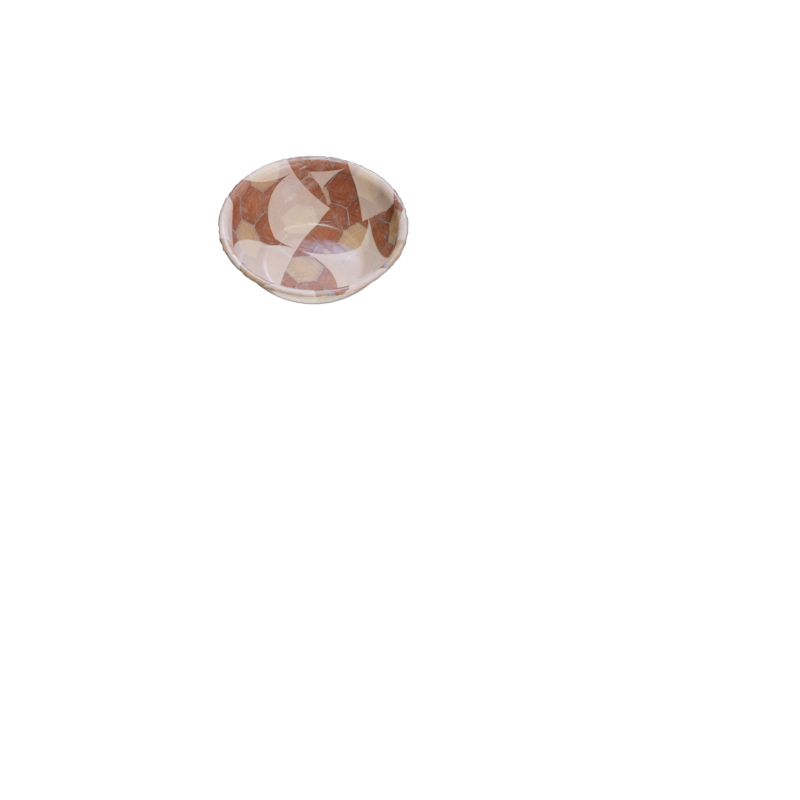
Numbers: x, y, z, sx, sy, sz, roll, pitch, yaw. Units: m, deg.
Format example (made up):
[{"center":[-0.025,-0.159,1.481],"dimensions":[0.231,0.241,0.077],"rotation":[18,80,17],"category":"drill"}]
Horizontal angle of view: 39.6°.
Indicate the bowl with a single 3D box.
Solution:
[{"center":[-0.075,-0.137,0.959],"dimensions":[0.162,0.174,0.051],"rotation":[-1,-38,-1],"category":"bowl"}]
